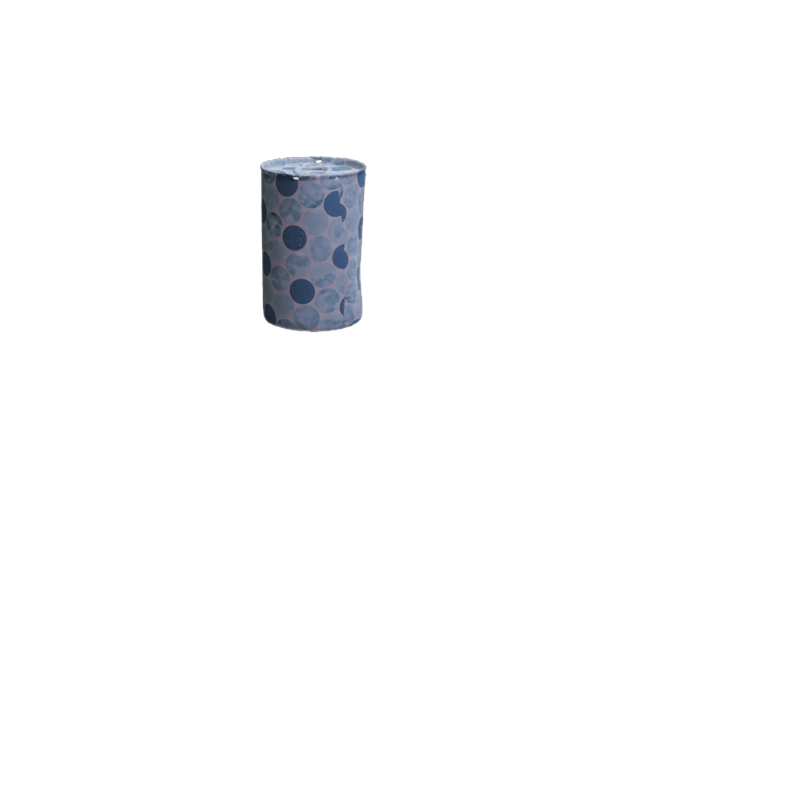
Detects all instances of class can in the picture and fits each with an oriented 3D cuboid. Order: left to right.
[{"bbox_3d":[-0.056,-0.103,0.719,0.068,0.099,0.071,0,17,-2],"label":"can"}]
